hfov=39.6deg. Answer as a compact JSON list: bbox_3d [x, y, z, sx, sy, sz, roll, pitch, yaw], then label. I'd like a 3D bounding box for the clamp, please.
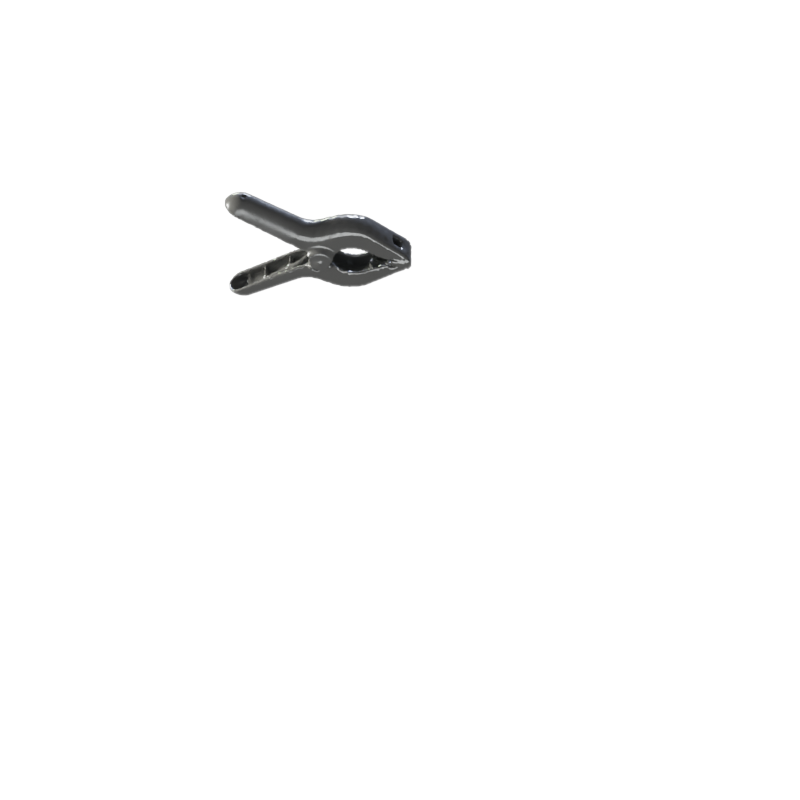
[{"bbox_3d":[-0.077,-0.141,0.985,0.172,0.042,0.111,-4,-34,5],"label":"clamp"}]
